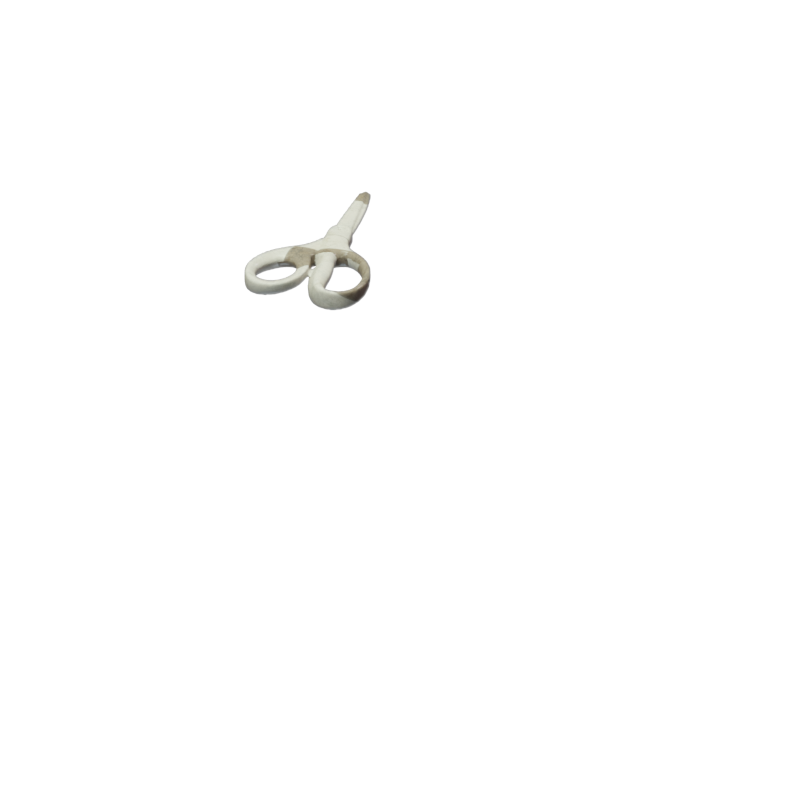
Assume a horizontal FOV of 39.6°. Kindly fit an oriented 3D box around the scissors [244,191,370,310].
[{"bbox_3d":[-0.064,-0.117,0.821,0.096,0.015,0.214,-2,29,-3],"label":"scissors"}]
